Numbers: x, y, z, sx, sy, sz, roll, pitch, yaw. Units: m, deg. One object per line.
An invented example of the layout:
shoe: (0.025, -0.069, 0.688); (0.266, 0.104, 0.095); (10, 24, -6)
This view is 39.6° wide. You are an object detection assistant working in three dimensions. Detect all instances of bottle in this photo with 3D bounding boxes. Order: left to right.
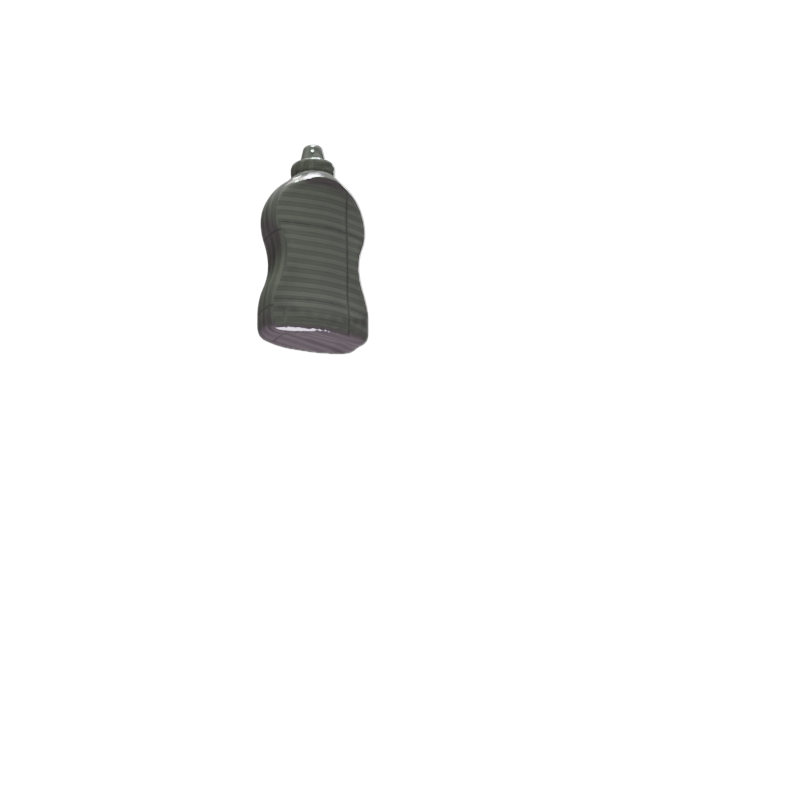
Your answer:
bottle: (-0.078, -0.141, 0.989); (0.093, 0.202, 0.057); (9, -25, -23)
